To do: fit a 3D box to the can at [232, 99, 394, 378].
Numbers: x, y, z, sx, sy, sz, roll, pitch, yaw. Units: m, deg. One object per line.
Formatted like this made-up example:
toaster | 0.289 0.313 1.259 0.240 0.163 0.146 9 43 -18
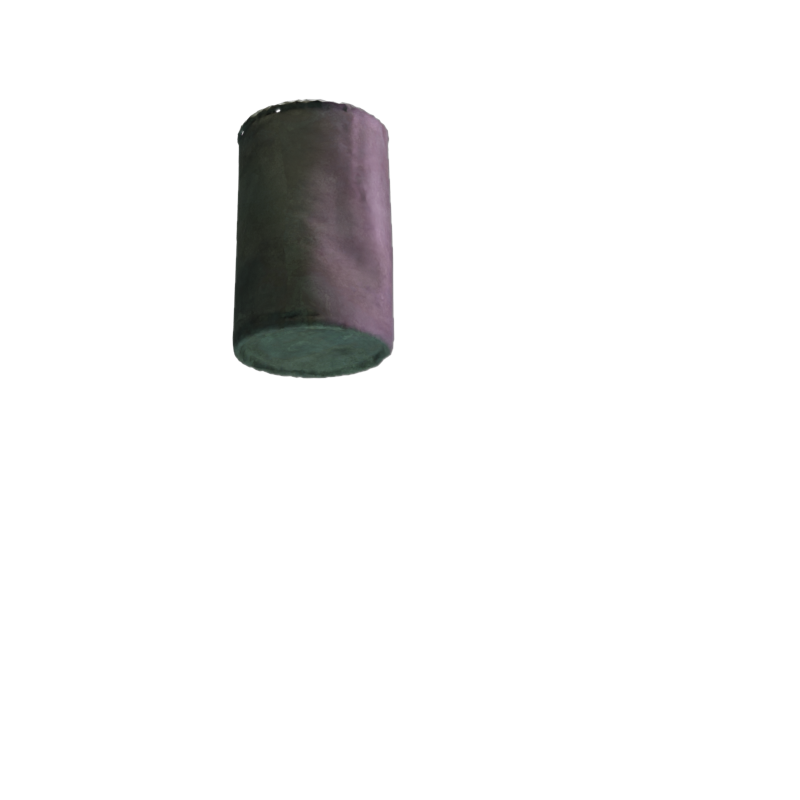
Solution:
can | -0.037 -0.068 0.475 0.068 0.108 0.065 0 -22 -2
